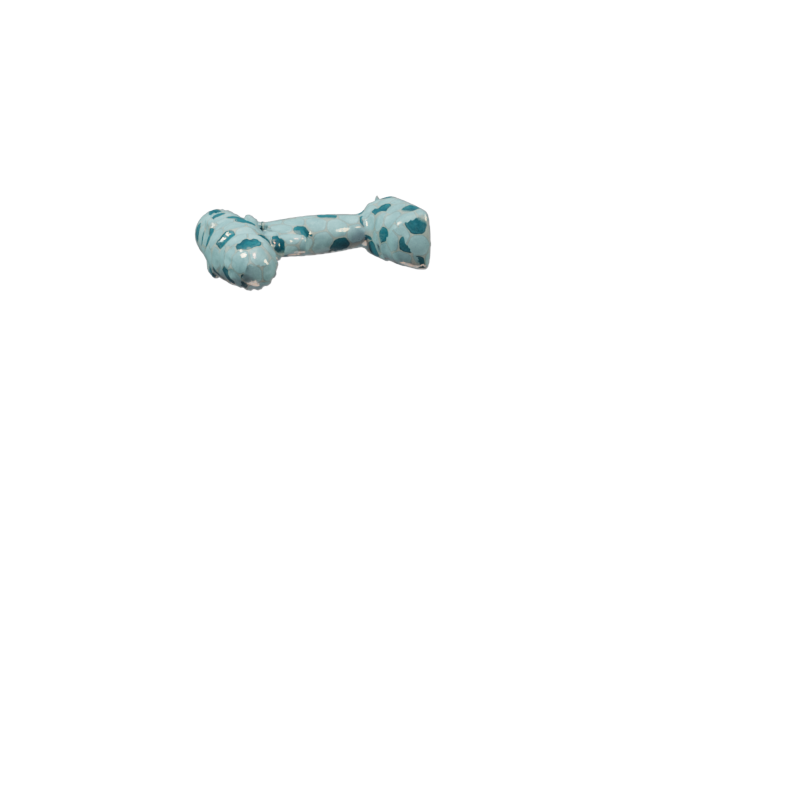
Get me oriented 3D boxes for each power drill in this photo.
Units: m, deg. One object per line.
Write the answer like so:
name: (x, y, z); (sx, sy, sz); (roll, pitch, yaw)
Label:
power drill: (-0.074, -0.134, 0.939); (0.184, 0.055, 0.194); (-5, 19, -16)
